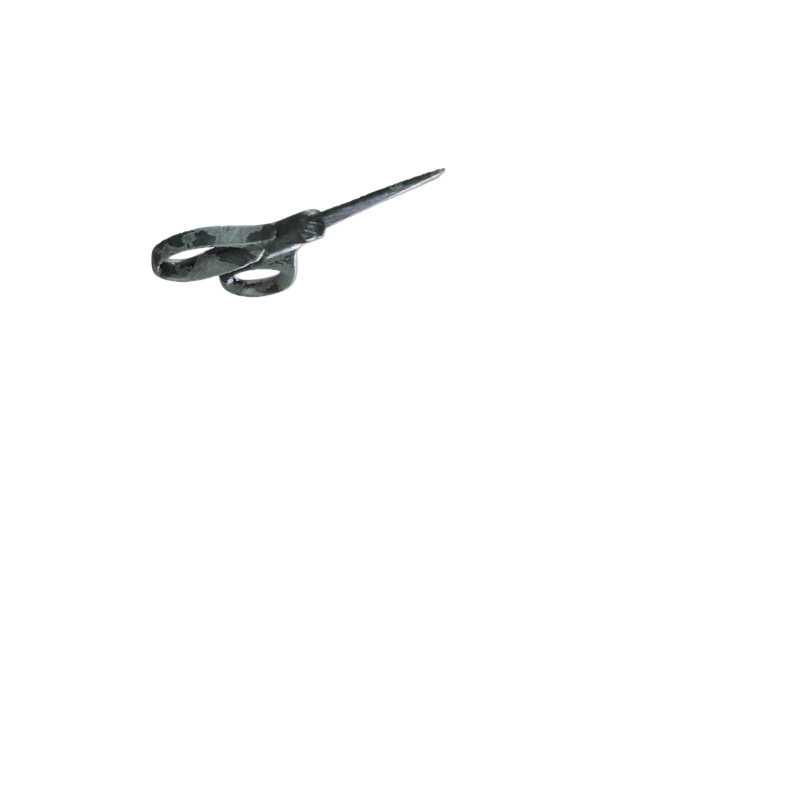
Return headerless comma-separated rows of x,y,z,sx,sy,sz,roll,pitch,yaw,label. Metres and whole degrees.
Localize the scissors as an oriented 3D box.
-0.050,-0.091,0.635,0.206,0.016,0.090,-8,-18,26,scissors
